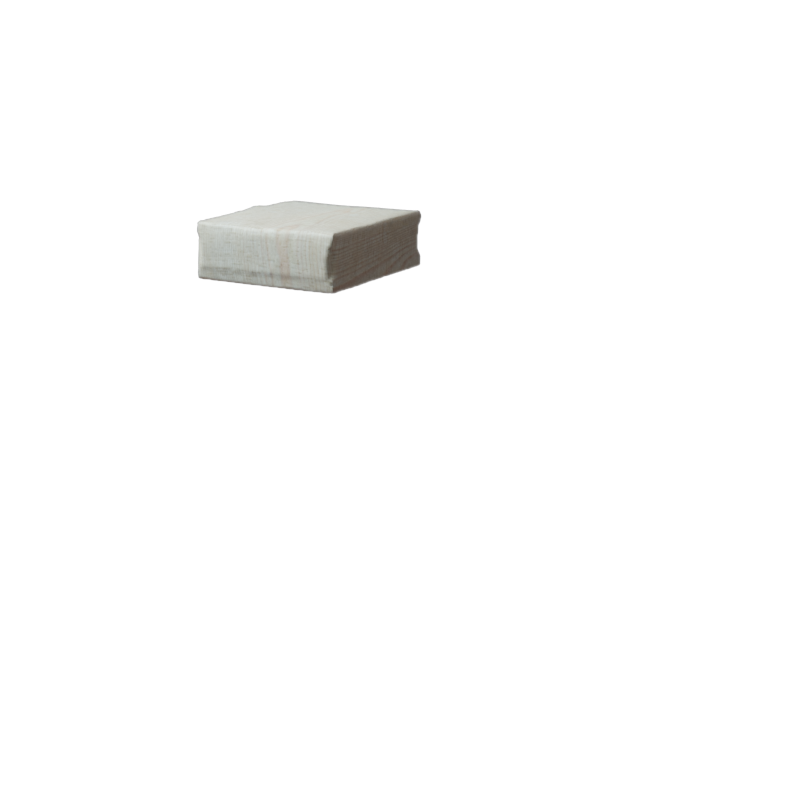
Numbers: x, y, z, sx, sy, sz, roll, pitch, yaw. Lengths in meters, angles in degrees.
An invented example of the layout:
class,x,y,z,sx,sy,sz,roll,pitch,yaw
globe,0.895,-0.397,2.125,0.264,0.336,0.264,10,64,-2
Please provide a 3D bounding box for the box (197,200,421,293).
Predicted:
class,x,y,z,sx,sy,sz,roll,pitch,yaw
box,-0.041,-0.075,0.524,0.076,0.029,0.088,9,19,27
